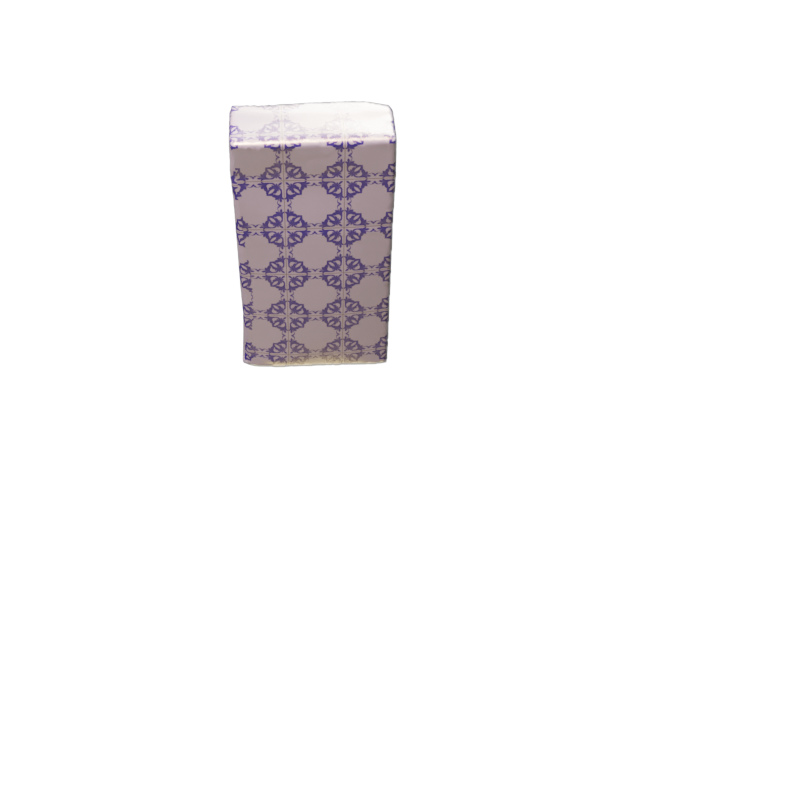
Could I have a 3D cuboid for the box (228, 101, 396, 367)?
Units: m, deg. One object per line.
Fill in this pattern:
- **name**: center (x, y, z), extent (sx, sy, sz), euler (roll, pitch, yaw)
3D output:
- **box**: center (-0.052, -0.095, 0.663), extent (0.093, 0.164, 0.052), euler (-1, 42, -4)
